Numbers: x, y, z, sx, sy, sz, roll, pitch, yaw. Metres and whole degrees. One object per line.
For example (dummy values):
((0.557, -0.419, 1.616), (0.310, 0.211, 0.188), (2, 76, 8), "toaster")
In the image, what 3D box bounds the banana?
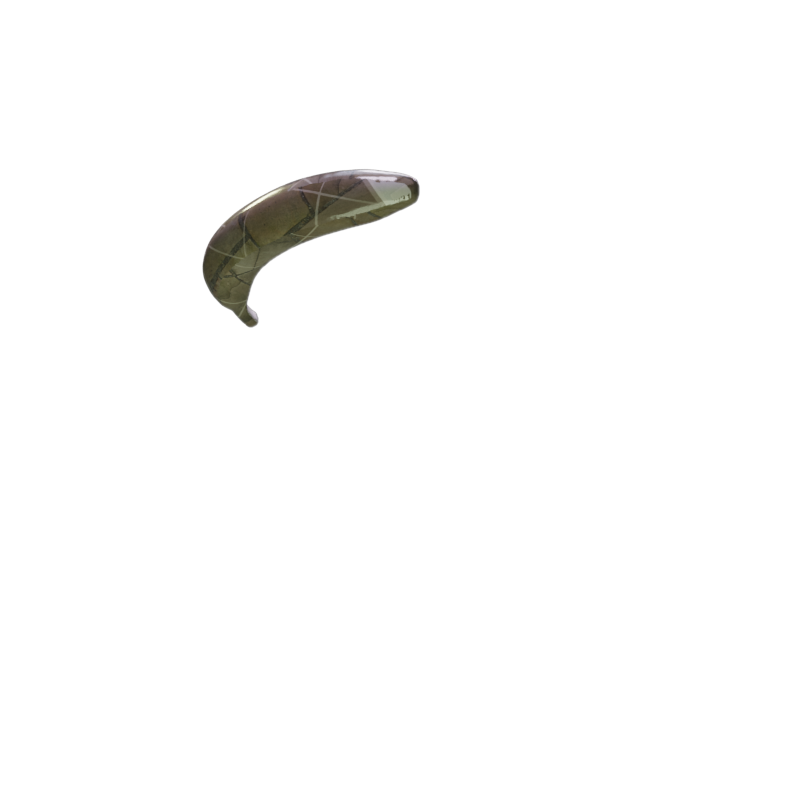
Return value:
((-0.072, -0.102, 0.689), (0.066, 0.039, 0.197), (16, -28, -33), "banana")
